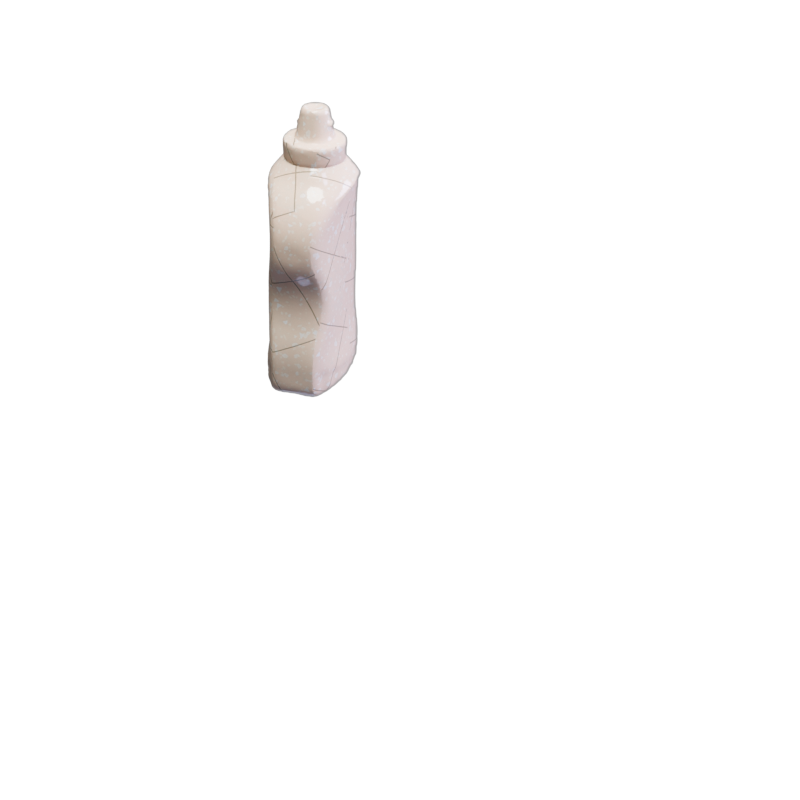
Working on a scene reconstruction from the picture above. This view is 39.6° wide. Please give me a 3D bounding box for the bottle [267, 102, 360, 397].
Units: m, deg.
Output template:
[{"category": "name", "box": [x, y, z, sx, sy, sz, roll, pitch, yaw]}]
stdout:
[{"category": "bottle", "box": [-0.057, -0.105, 0.735, 0.060, 0.180, 0.100, 10, 32, 12]}]
